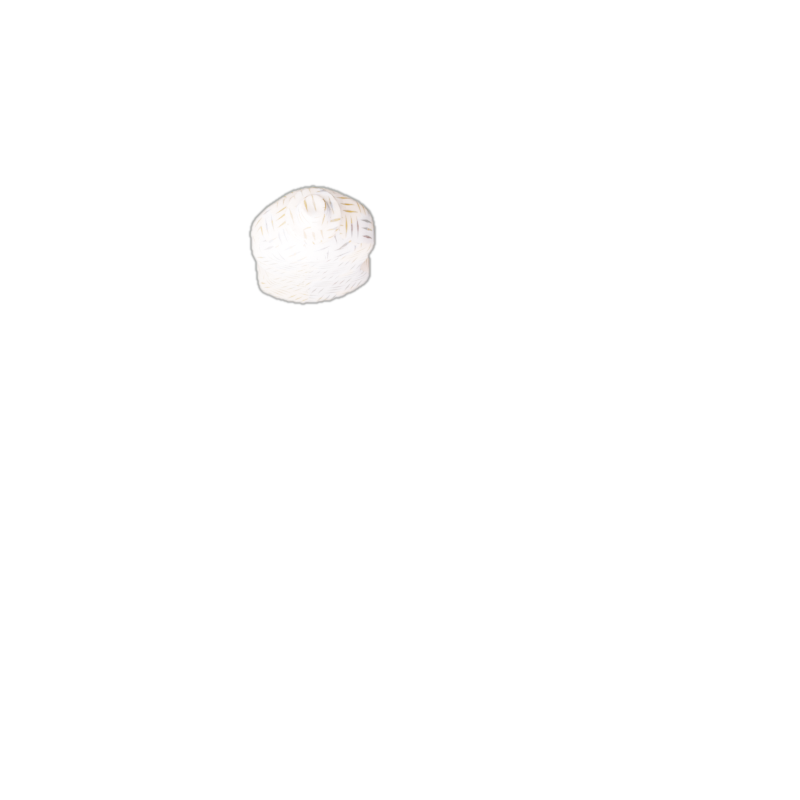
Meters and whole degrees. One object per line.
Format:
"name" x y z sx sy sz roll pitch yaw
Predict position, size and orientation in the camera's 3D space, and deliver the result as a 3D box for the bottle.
"bottle" -0.068 -0.124 0.868 0.096 0.060 0.186 -3 -9 -4
